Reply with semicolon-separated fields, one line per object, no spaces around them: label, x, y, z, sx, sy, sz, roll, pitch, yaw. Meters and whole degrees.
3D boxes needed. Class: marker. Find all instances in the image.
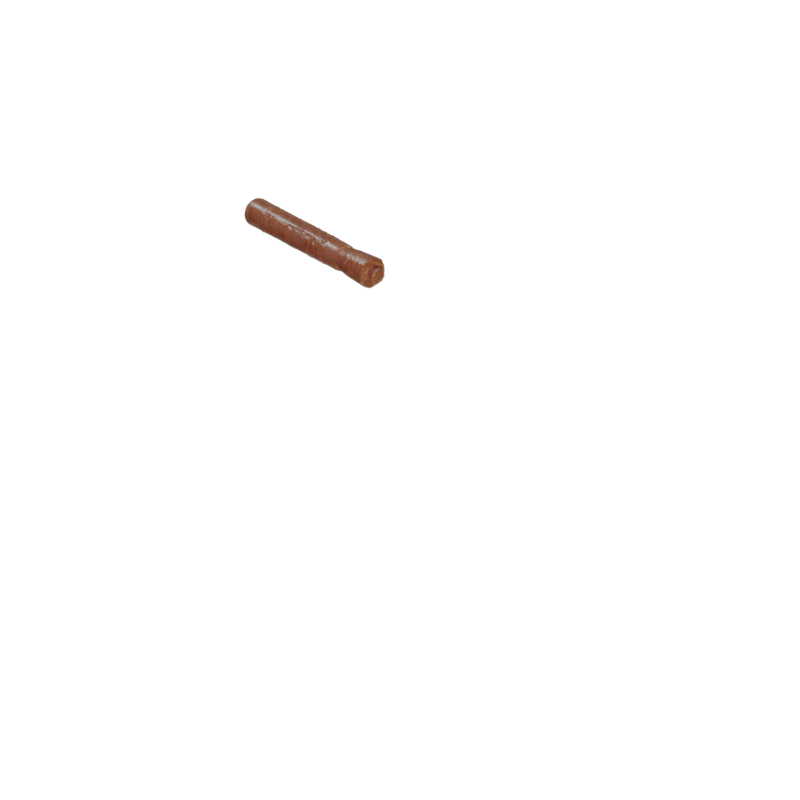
marker;-0.053;-0.096;0.674;0.019;0.019;0.130;-3;26;-42
